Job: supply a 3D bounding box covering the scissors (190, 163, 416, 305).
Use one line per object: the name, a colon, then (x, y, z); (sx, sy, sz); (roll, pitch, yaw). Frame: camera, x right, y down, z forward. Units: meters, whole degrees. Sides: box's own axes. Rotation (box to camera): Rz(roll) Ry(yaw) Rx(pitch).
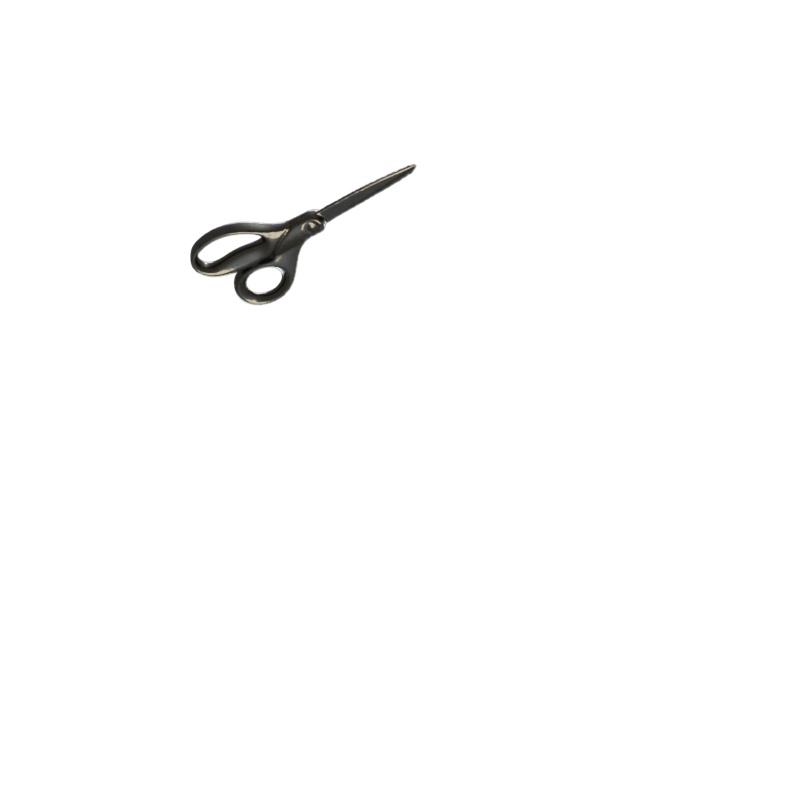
scissors: (-0.070, -0.127, 0.889); (0.203, 0.017, 0.089); (-13, -44, 14)
